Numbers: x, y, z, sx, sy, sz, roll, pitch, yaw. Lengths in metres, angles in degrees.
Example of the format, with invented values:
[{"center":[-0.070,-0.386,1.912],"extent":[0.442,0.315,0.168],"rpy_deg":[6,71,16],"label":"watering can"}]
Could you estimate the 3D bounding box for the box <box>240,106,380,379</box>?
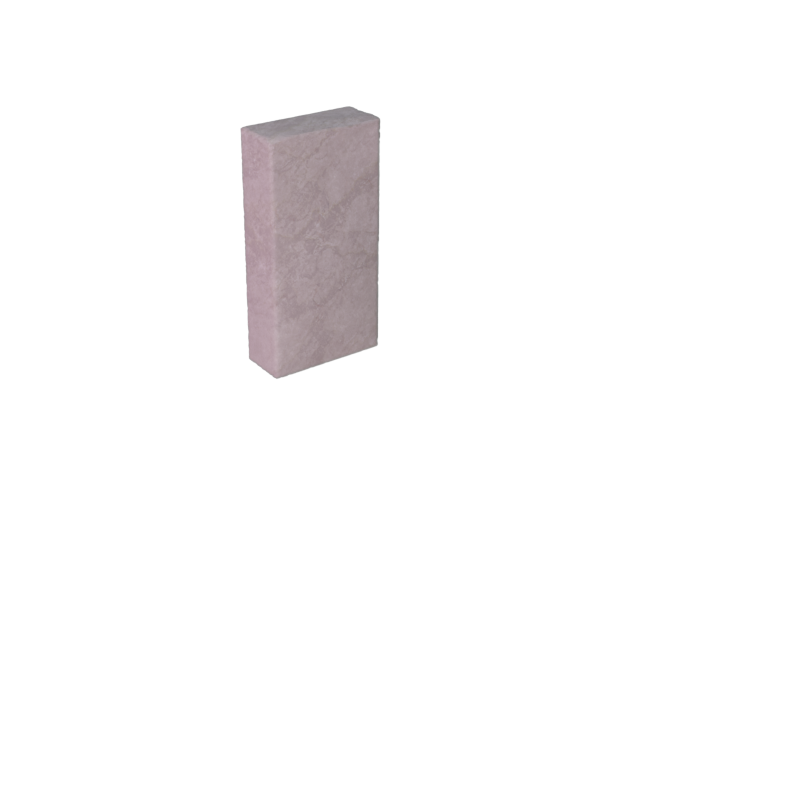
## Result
[{"center":[-0.061,-0.111,0.781],"extent":[0.092,0.167,0.051],"rpy_deg":[-18,32,-33],"label":"box"}]
